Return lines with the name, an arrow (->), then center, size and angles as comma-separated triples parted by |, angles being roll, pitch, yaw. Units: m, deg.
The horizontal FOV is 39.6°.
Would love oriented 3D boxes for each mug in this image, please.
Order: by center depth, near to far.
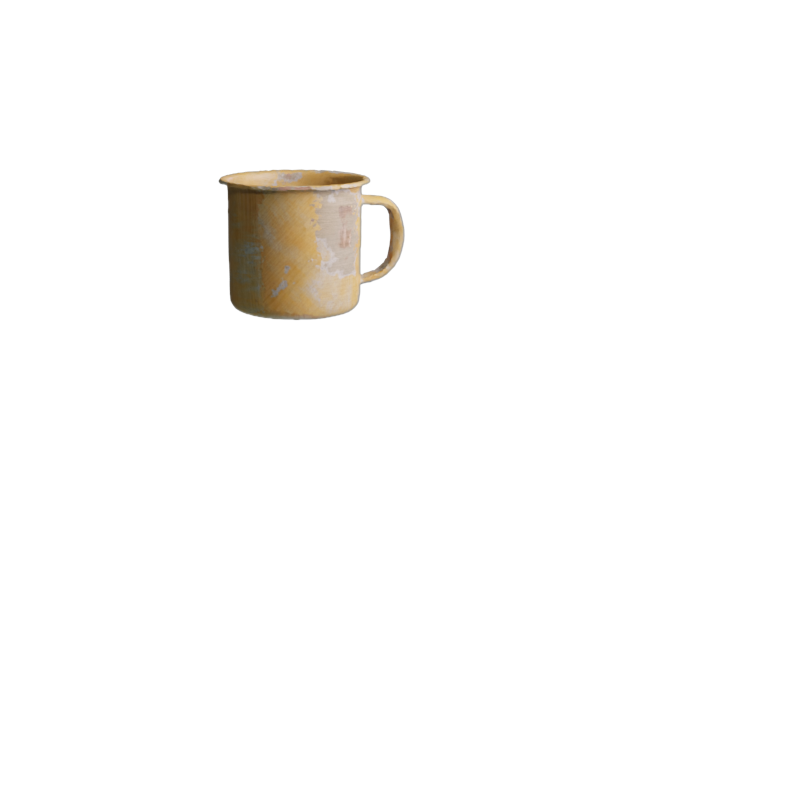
mug -> -0.054, -0.098, 0.690 | 0.115, 0.079, 0.098 | -5, 15, -18
